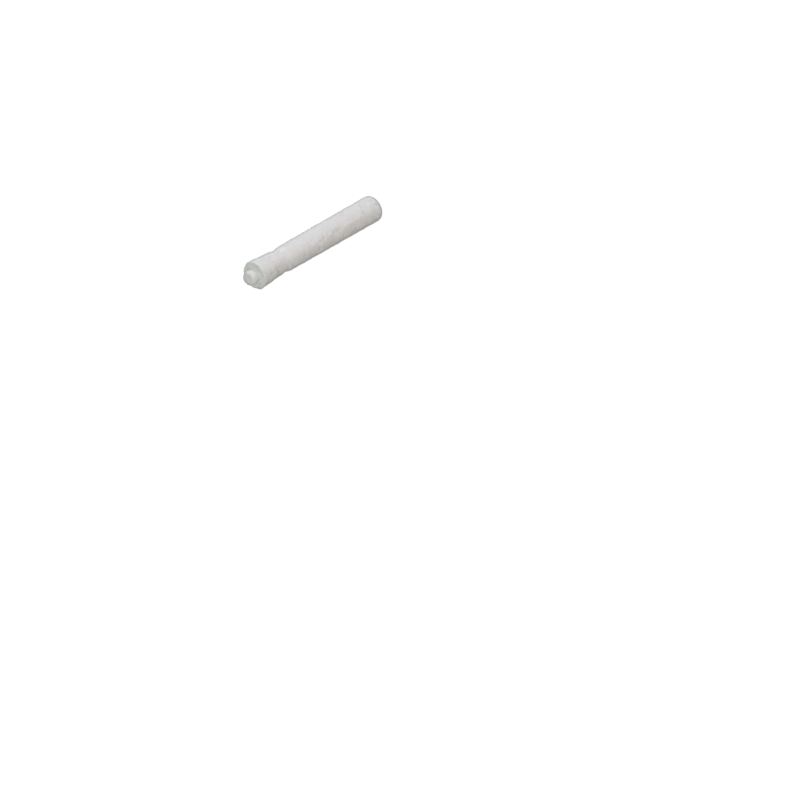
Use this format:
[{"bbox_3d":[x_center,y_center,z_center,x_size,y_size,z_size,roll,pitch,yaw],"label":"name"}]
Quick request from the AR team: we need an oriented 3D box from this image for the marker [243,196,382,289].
[{"bbox_3d":[-0.056,-0.102,0.716,0.021,0.019,0.122,3,30,42],"label":"marker"}]
